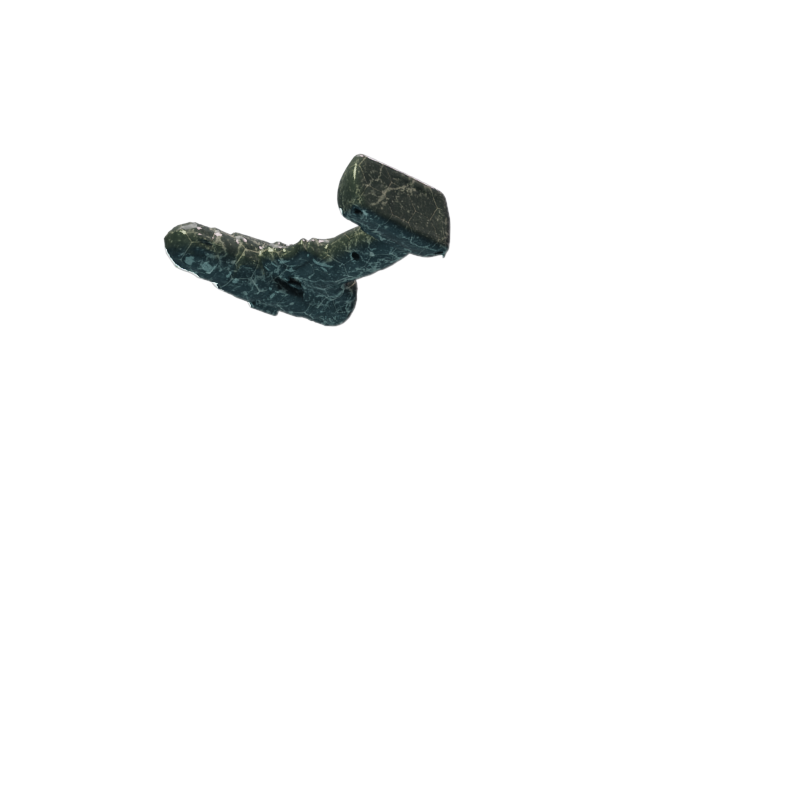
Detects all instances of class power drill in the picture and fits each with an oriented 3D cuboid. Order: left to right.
[{"bbox_3d":[-0.069,-0.125,0.878,0.174,0.061,0.188,18,-28,-38],"label":"power drill"}]
